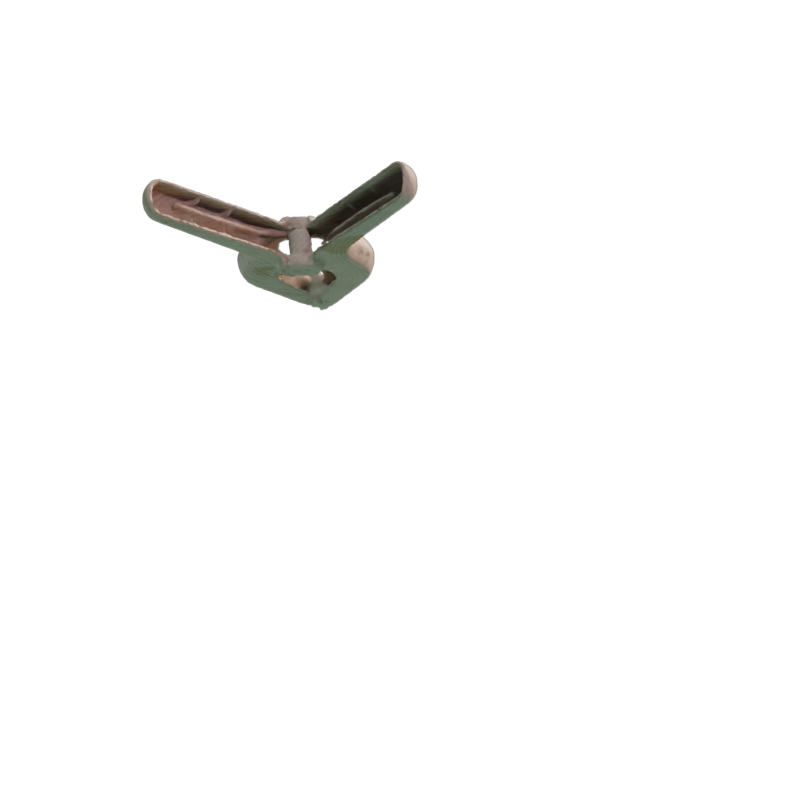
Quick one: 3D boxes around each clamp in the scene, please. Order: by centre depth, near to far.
[{"bbox_3d":[-0.058,-0.105,0.735,0.167,0.038,0.199,-3,-14,12],"label":"clamp"}]
